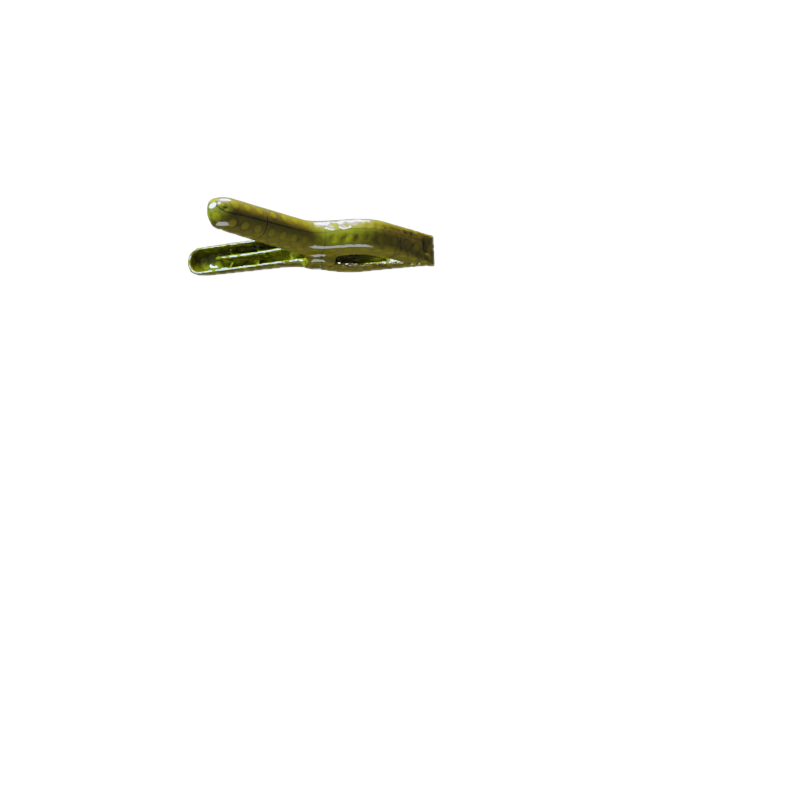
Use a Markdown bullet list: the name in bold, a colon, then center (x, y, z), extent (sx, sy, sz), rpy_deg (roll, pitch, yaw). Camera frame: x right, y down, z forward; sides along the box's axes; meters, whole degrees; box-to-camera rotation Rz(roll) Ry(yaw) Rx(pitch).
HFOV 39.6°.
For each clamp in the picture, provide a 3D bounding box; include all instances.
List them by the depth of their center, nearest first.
- **clamp**: center (-0.072, -0.131, 0.917), extent (0.208, 0.037, 0.161), rpy_deg (1, -8, -6)
